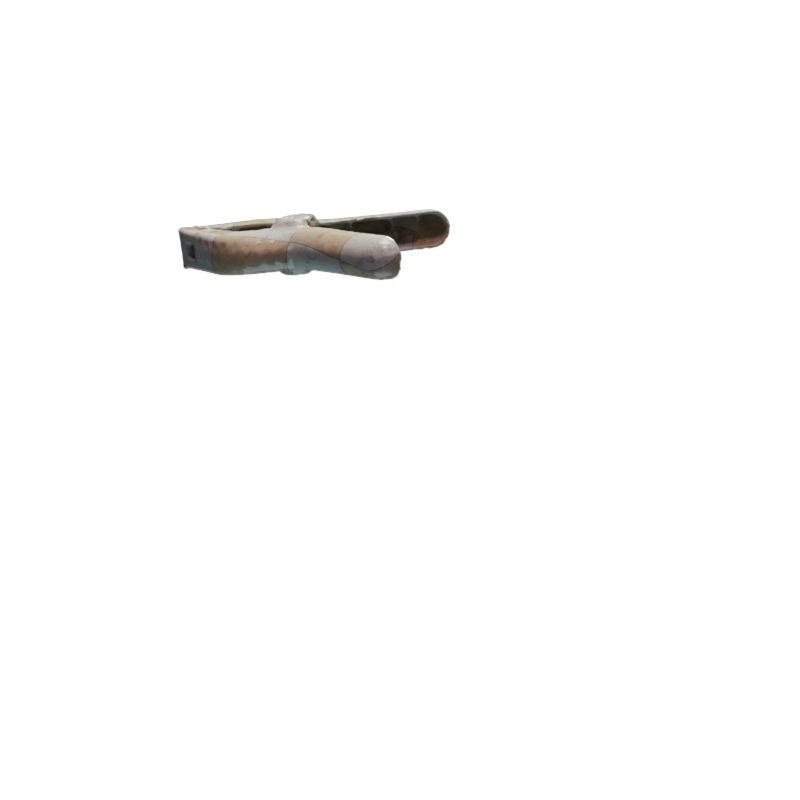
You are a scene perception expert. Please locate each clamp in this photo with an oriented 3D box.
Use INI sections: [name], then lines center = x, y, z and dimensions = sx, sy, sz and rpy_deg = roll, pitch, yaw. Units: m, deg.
[clamp]
center = -0.055, -0.100, 0.700
dimensions = 0.178, 0.038, 0.118
rpy_deg = 7, 14, 28
